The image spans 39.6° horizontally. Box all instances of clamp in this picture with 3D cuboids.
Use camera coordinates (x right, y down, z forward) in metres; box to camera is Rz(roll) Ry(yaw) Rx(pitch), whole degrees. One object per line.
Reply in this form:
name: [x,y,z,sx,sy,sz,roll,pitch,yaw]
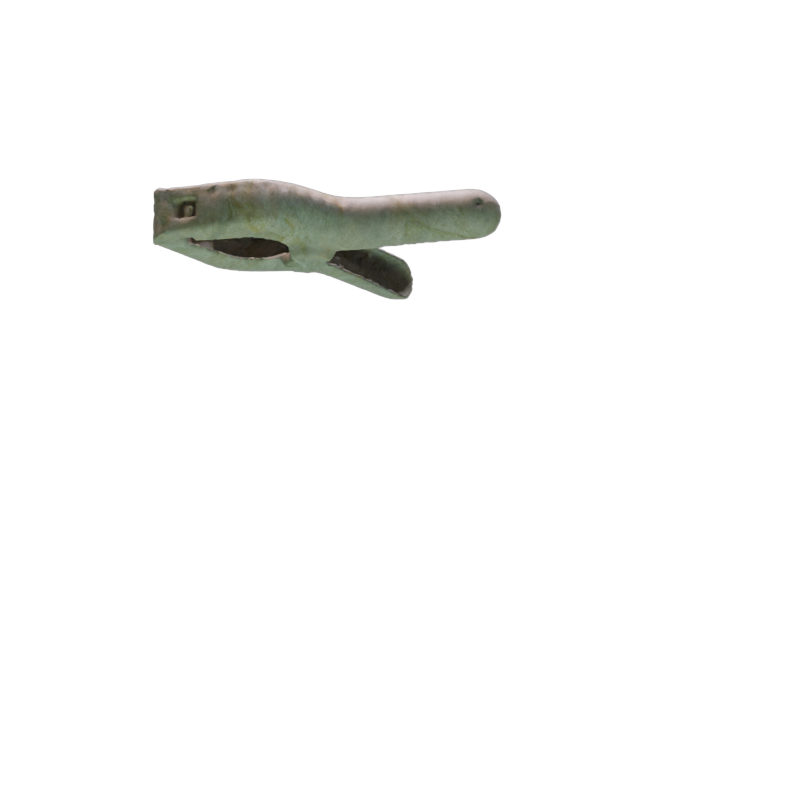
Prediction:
clamp: [-0.046,-0.084,0.585,0.169,0.041,0.116,4,-23,-11]
